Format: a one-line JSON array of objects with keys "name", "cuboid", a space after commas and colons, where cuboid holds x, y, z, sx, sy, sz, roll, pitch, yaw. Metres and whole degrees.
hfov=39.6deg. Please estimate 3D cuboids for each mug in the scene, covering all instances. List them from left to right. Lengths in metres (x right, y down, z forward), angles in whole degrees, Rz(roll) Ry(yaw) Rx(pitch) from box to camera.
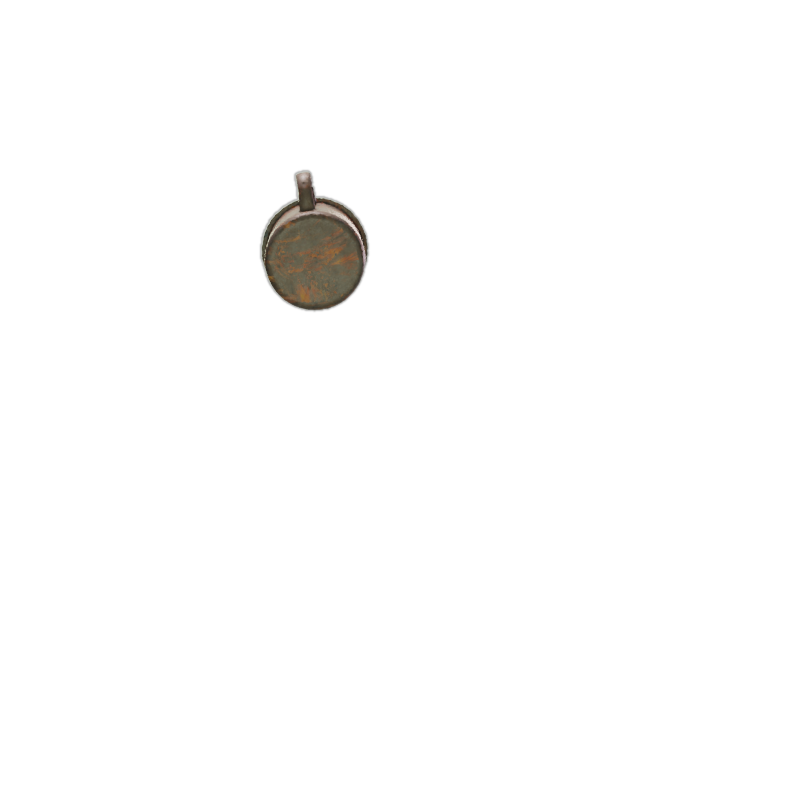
[{"name": "mug", "cuboid": [-0.072, -0.132, 0.922, 0.093, 0.115, 0.083, -5, 9, -1]}]
